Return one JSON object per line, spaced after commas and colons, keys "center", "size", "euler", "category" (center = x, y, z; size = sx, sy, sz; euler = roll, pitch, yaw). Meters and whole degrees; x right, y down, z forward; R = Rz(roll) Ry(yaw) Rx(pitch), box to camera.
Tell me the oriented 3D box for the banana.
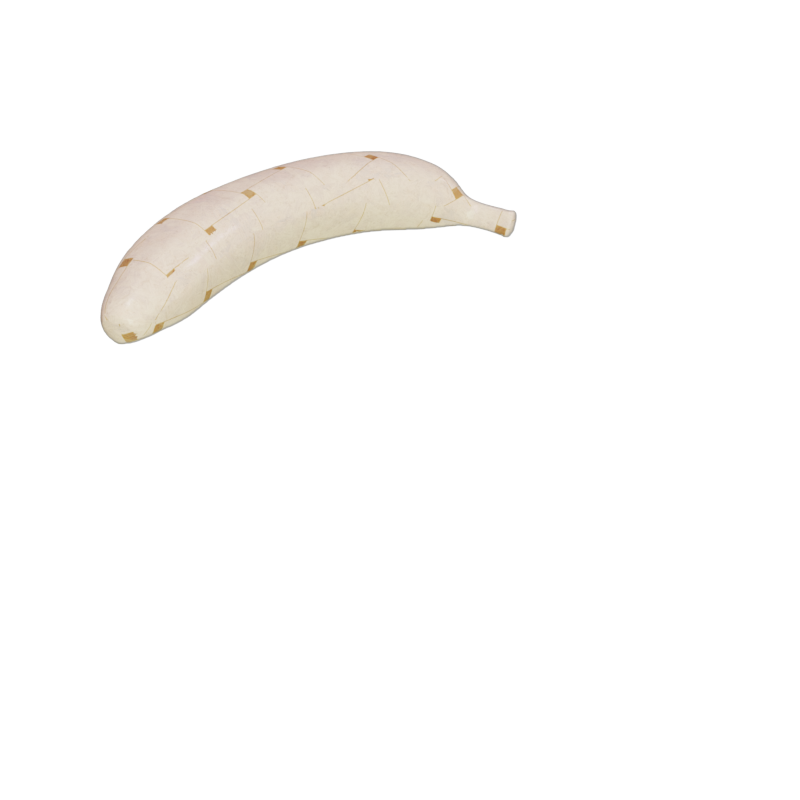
{"center": [-0.043, -0.072, 0.455], "size": [0.195, 0.035, 0.075], "euler": [-22, 36, -33], "category": "banana"}
